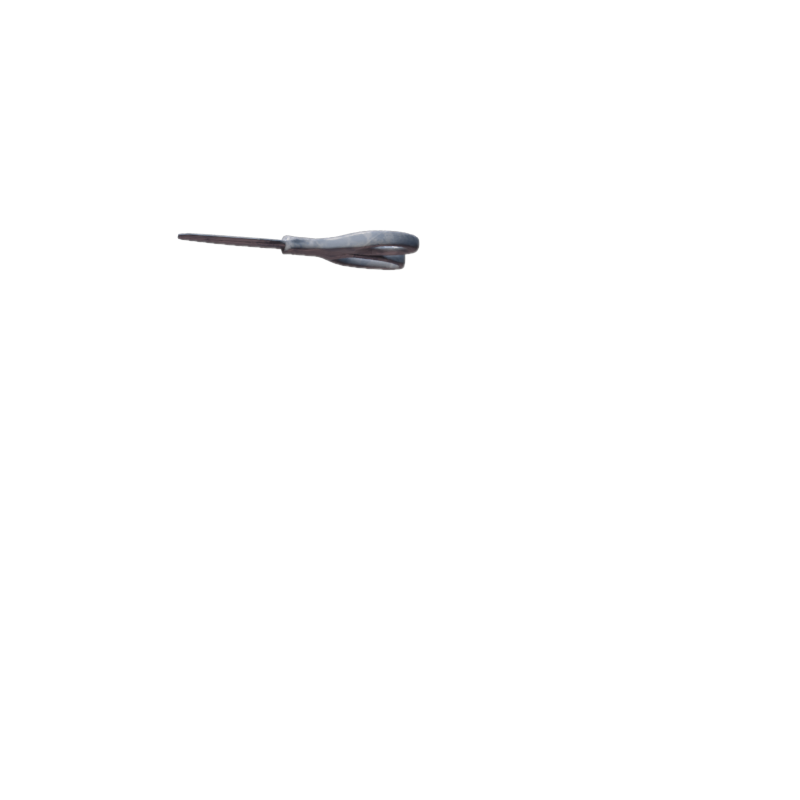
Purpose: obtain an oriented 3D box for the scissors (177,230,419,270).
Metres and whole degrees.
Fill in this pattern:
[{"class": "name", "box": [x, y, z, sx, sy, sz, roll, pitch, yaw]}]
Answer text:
[{"class": "scissors", "box": [-0.071, -0.130, 0.909, 0.193, 0.016, 0.098, 5, -9, -33]}]
